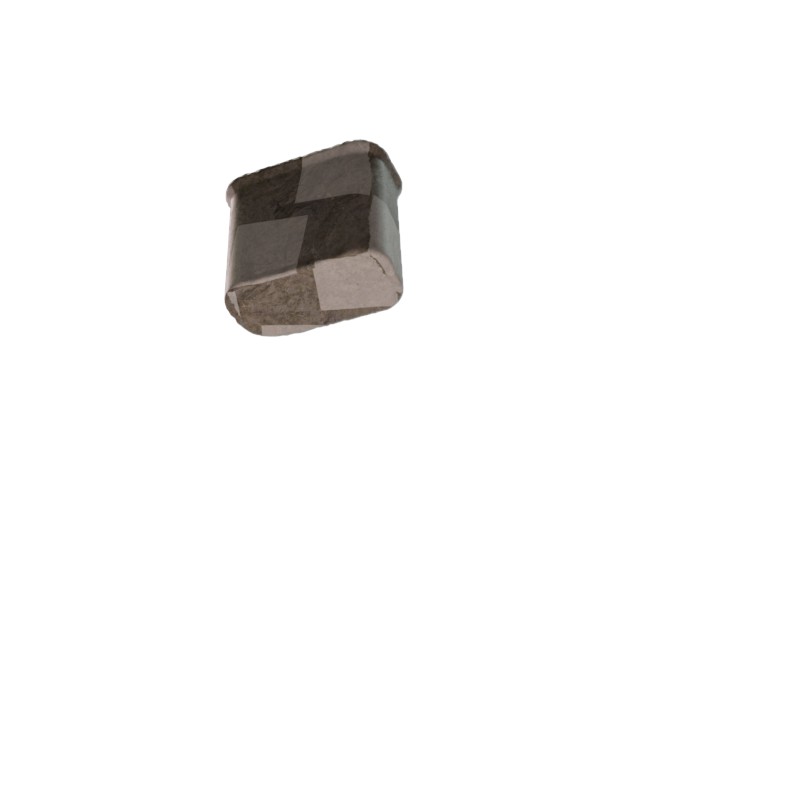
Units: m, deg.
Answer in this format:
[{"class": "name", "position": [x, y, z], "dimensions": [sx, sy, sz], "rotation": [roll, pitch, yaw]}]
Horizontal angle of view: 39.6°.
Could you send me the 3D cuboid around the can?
[{"class": "can", "position": [-0.049, -0.089, 0.625], "dimensions": [0.103, 0.090, 0.053], "rotation": [-15, -41, 16]}]
